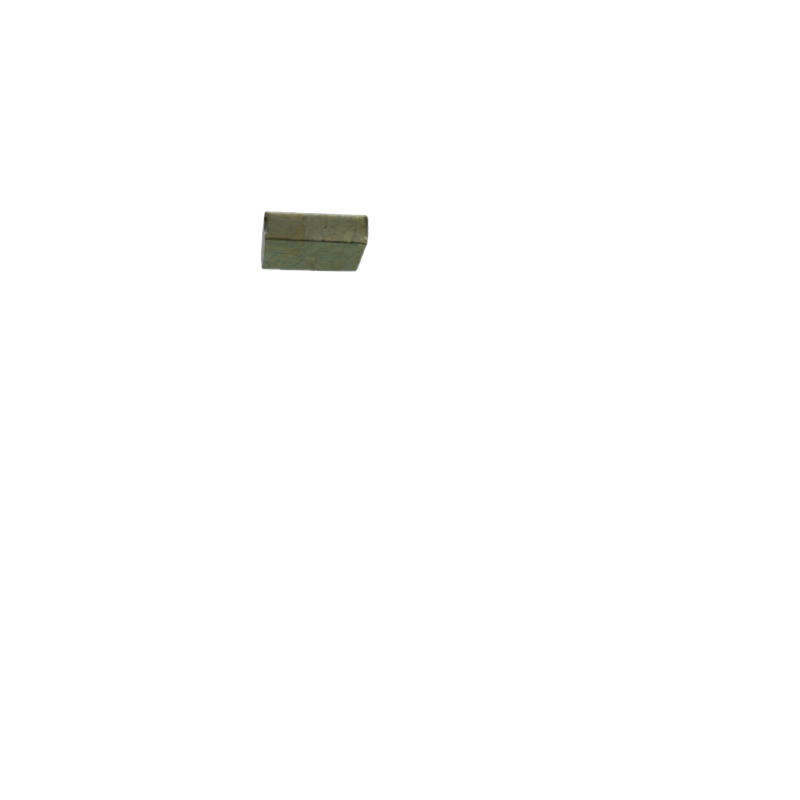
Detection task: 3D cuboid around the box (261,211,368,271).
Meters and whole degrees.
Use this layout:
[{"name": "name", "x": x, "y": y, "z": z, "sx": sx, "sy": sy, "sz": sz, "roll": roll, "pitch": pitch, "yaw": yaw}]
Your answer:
[{"name": "box", "x": -0.075, "y": -0.137, "z": 0.960, "sx": 0.089, "sy": 0.031, "sz": 0.071, "roll": 1, "pitch": -14, "yaw": -6}]
